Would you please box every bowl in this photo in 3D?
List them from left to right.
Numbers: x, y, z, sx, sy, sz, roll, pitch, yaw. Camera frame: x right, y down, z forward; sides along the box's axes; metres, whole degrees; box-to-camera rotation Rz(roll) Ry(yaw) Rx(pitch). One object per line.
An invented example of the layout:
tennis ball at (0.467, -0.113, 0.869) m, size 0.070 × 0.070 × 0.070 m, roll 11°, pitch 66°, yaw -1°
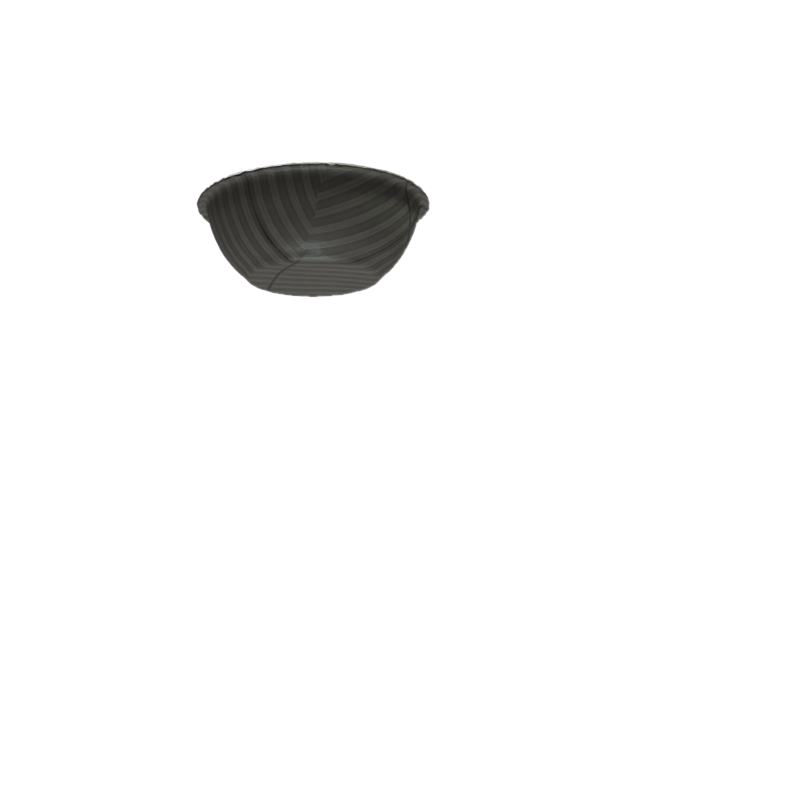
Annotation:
bowl at (-0.060, -0.109, 0.764) m, size 0.162 × 0.057 × 0.157 m, roll 0°, pitch -11°, yaw -2°
